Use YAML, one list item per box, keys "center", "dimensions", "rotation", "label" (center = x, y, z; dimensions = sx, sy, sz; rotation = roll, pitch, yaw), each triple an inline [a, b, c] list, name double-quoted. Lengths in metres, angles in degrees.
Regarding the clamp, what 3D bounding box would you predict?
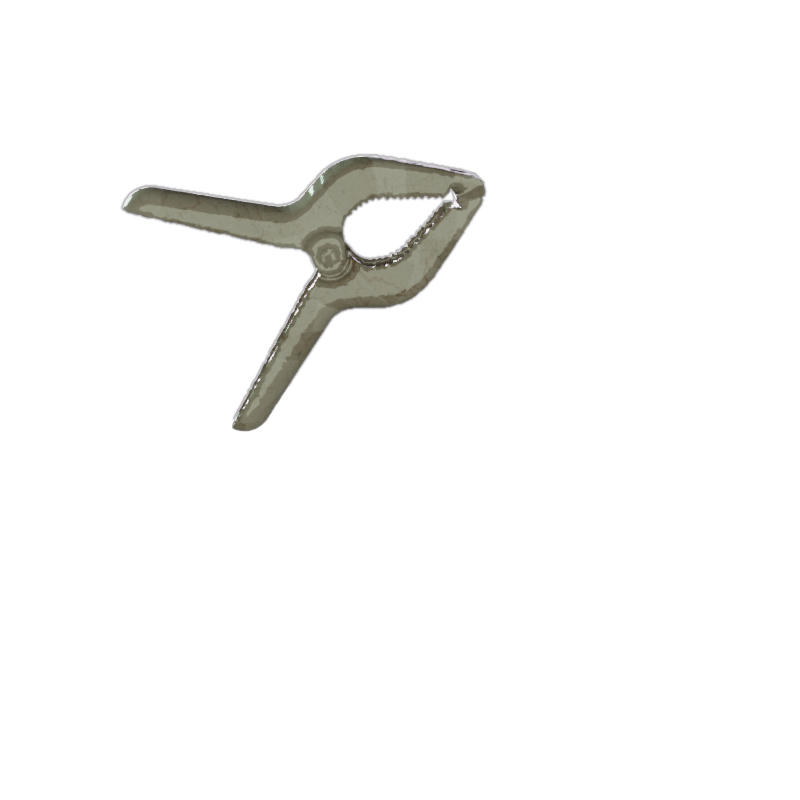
- center: [-0.052, -0.096, 0.669]
  dimensions: [0.210, 0.160, 0.037]
  rotation: [-30, 11, 6]
  label: "clamp"
